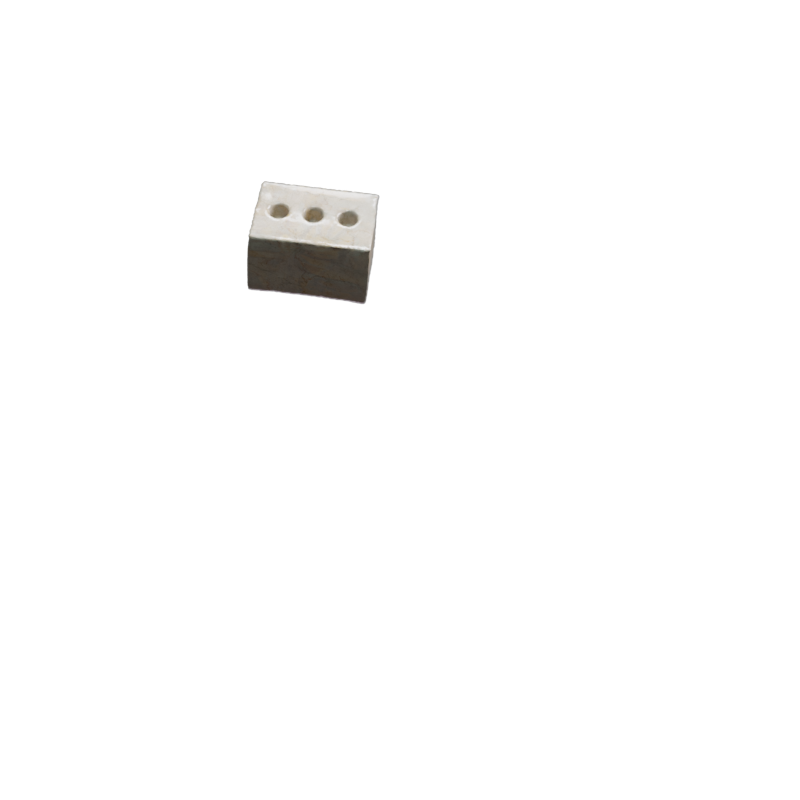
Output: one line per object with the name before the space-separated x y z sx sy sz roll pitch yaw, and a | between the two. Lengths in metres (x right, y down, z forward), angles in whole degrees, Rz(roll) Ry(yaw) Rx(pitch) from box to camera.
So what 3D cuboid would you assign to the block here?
block | -0.055 -0.101 0.708 0.079 0.056 0.048 7 -39 4
